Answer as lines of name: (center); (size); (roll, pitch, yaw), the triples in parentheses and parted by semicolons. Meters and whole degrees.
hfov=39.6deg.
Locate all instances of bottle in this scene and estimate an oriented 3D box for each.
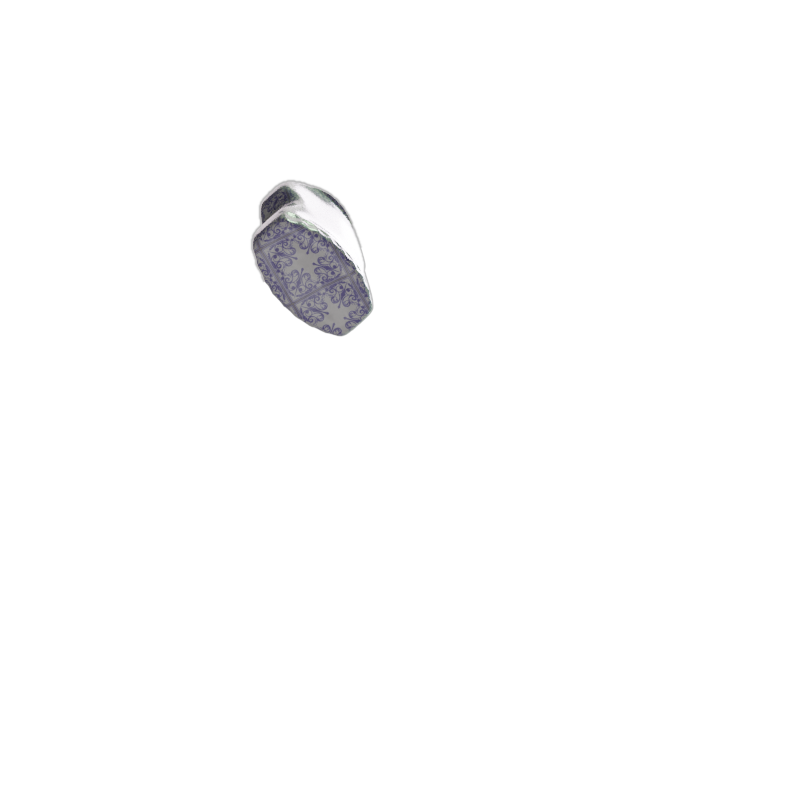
bottle: (-0.067, -0.121, 0.853); (0.092, 0.058, 0.201); (42, 14, -18)
